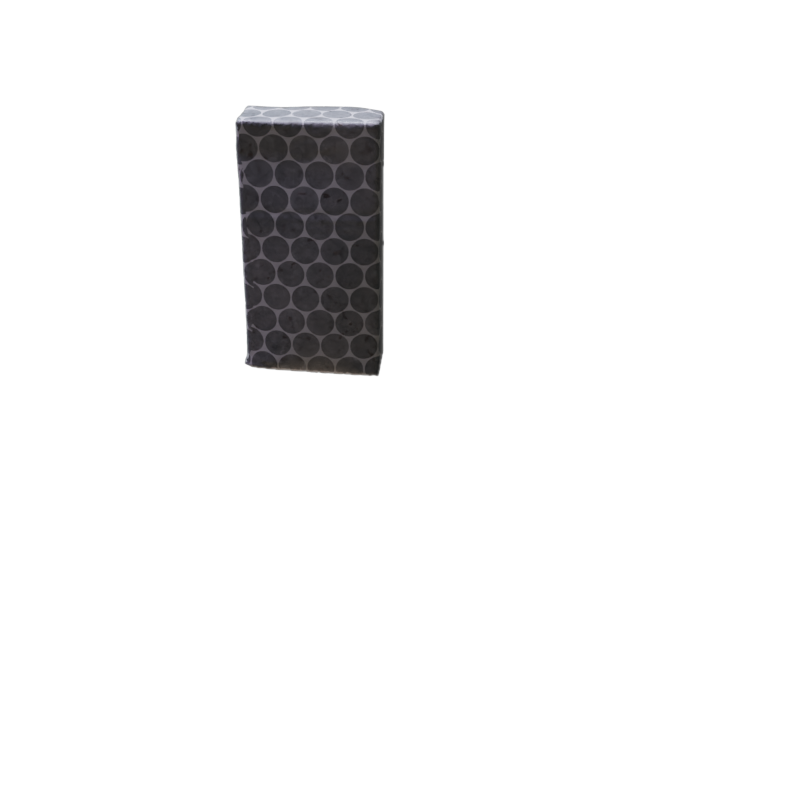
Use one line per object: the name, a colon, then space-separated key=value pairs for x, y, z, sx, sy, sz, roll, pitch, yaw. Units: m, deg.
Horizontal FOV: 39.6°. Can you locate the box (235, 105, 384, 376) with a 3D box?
box: x=-0.057 y=-0.105 z=0.731 sx=0.094 sy=0.168 sz=0.050 roll=4 pitch=21 yaw=7
